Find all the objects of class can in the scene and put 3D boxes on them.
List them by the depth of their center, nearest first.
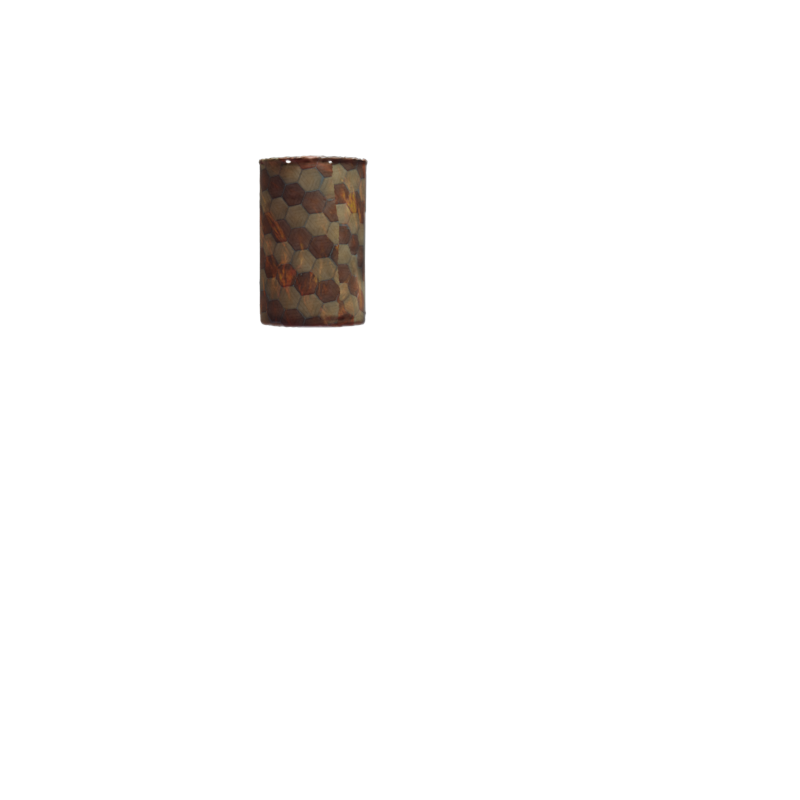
[{"bbox_3d":[-0.054,-0.098,0.688,0.068,0.102,0.069,0,3,-2],"label":"can"}]
